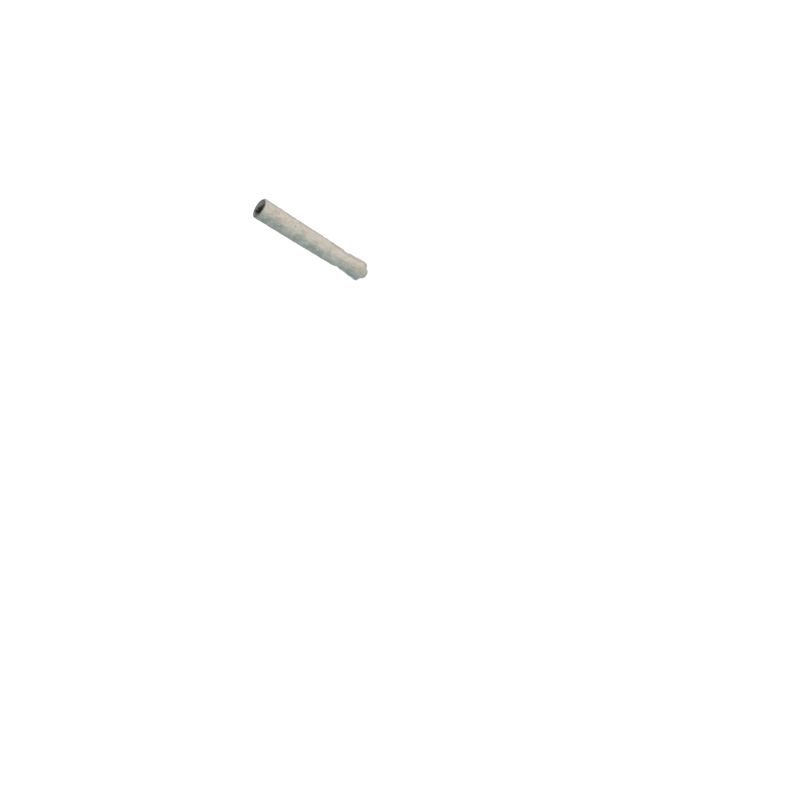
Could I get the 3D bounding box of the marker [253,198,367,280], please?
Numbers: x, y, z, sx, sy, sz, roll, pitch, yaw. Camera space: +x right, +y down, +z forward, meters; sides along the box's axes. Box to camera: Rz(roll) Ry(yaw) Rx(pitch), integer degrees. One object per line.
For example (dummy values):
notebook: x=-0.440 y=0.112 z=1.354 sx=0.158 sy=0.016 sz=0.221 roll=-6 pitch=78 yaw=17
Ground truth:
marker: x=-0.076 y=-0.139 z=0.970 sx=0.114 sy=0.020 sz=0.020 roll=30 pitch=-12 yaw=-27
